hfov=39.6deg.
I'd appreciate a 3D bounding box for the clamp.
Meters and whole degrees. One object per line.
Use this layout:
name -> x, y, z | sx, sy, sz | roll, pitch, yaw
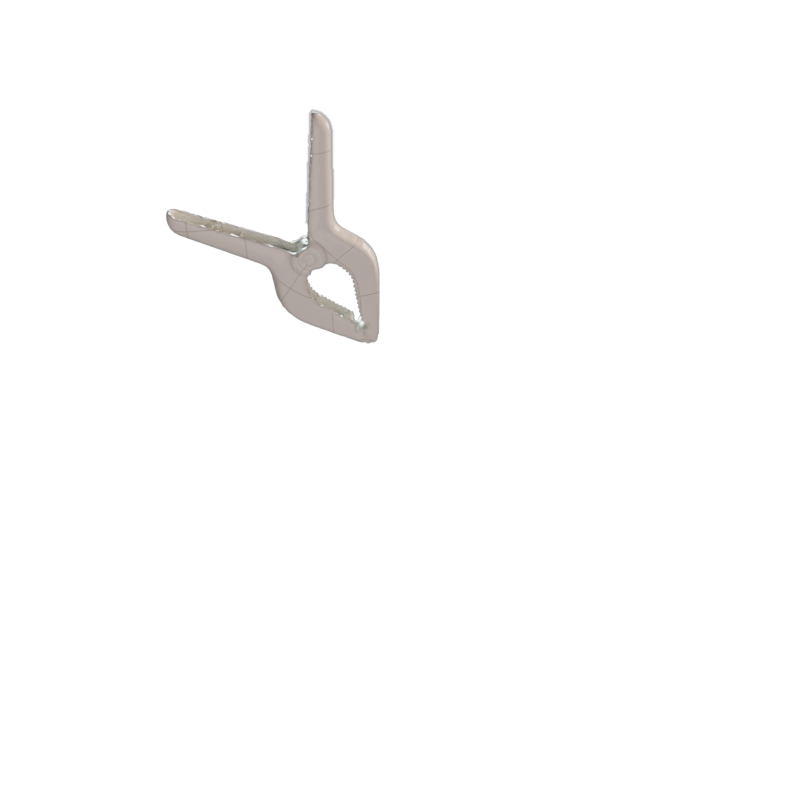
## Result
clamp -> -0.075, -0.137, 0.962 | 0.163, 0.201, 0.038 | -39, 19, 16
